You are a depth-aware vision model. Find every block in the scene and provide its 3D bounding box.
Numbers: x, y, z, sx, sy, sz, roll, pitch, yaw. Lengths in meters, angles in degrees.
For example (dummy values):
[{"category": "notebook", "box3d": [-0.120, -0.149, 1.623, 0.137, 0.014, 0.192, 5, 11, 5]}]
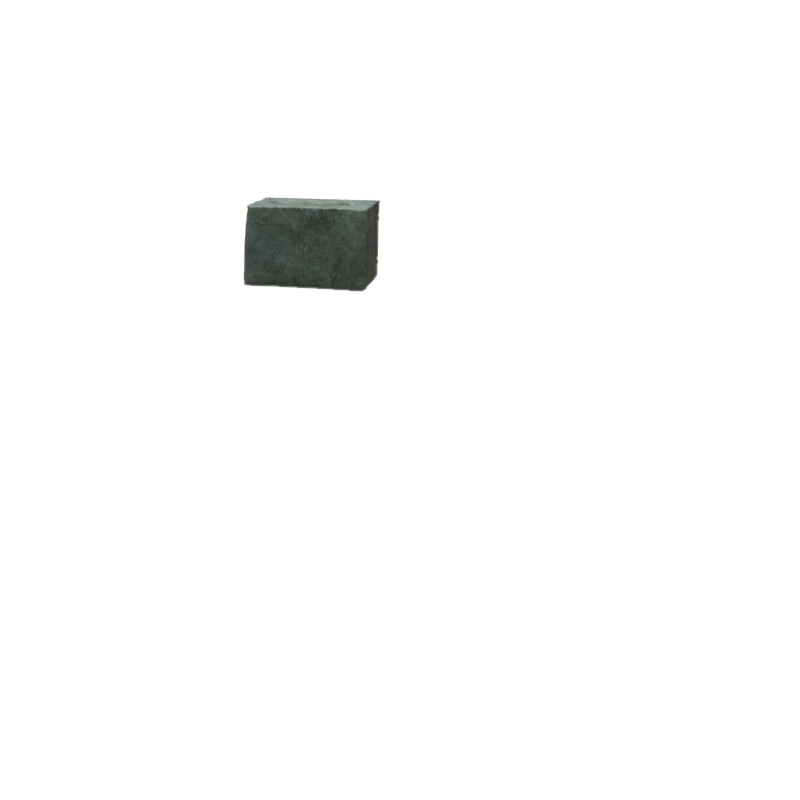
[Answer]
[{"category": "block", "box3d": [-0.055, -0.100, 0.703, 0.079, 0.050, 0.053, 3, 14, 11]}]
